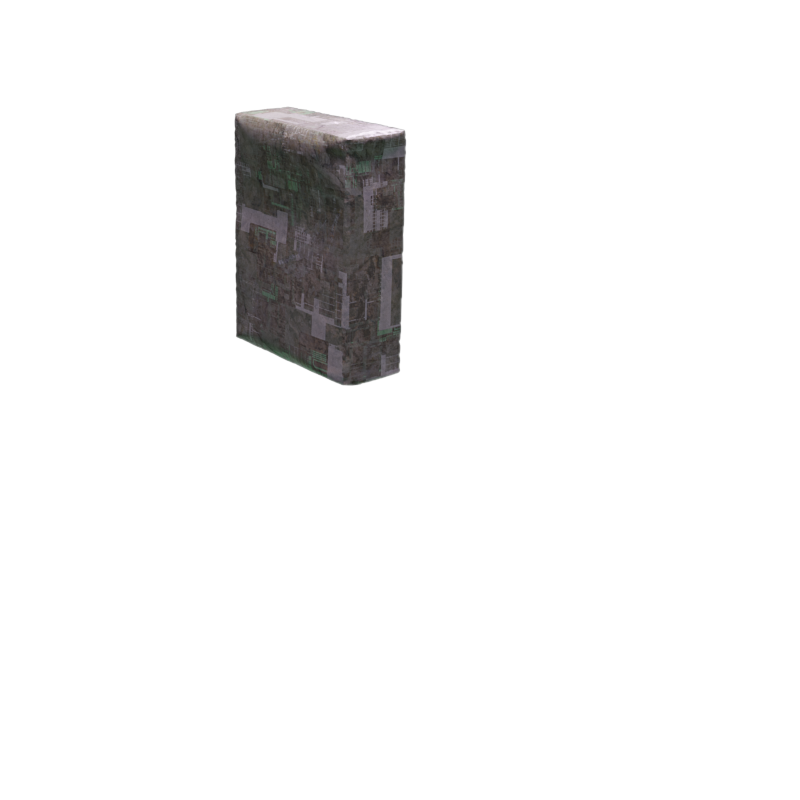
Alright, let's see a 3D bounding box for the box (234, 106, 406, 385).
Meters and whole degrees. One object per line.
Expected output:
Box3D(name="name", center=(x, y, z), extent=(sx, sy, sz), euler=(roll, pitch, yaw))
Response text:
Box3D(name="box", center=(-0.076, -0.138, 0.966), extent=(0.070, 0.206, 0.174), euler=(-12, 23, -38))
